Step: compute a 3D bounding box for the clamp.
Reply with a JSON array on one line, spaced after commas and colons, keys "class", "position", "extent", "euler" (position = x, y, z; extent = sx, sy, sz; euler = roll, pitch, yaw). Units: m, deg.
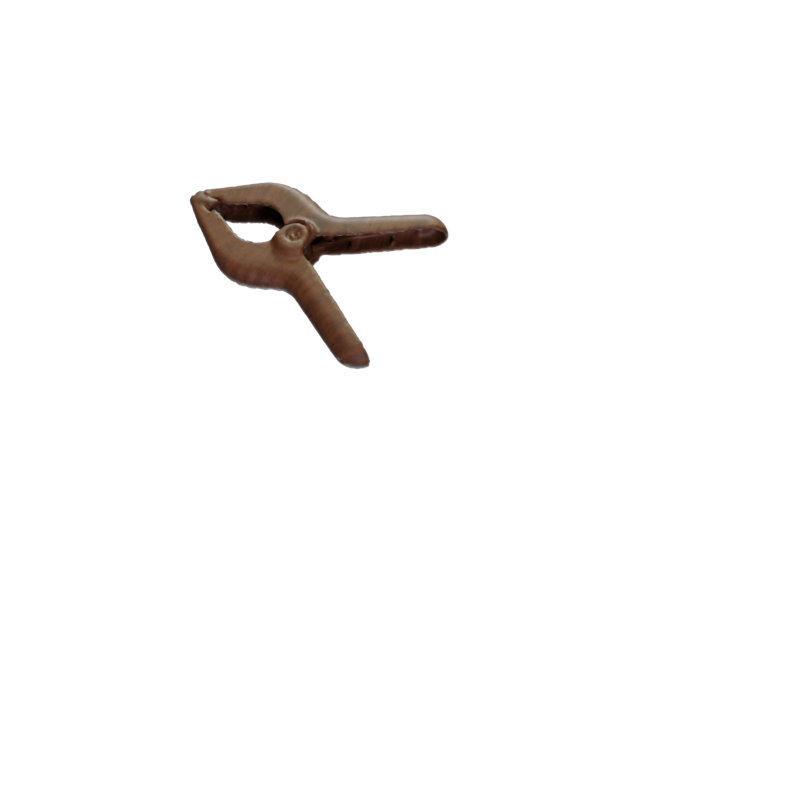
[{"class": "clamp", "position": [-0.057, -0.105, 0.732], "extent": [0.180, 0.122, 0.037], "euler": [33, -29, 21]}]
